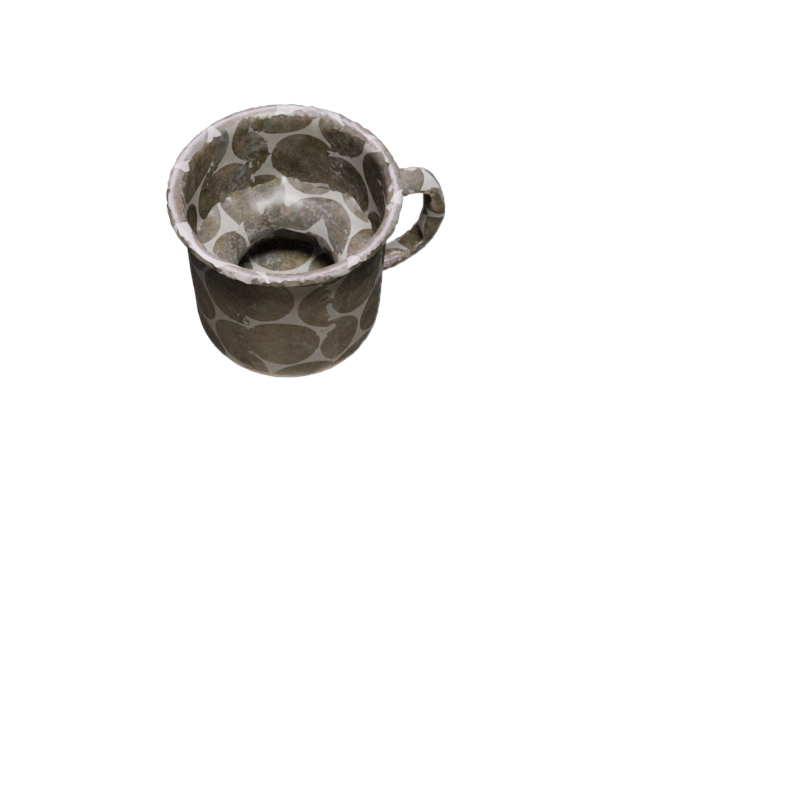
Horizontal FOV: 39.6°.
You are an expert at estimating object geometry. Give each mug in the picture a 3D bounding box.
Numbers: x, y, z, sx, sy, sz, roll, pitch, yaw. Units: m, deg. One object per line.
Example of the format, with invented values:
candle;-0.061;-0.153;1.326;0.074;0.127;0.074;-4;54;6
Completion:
mug;-0.037;-0.067;0.468;0.116;0.100;0.076;-19;-31;-14
